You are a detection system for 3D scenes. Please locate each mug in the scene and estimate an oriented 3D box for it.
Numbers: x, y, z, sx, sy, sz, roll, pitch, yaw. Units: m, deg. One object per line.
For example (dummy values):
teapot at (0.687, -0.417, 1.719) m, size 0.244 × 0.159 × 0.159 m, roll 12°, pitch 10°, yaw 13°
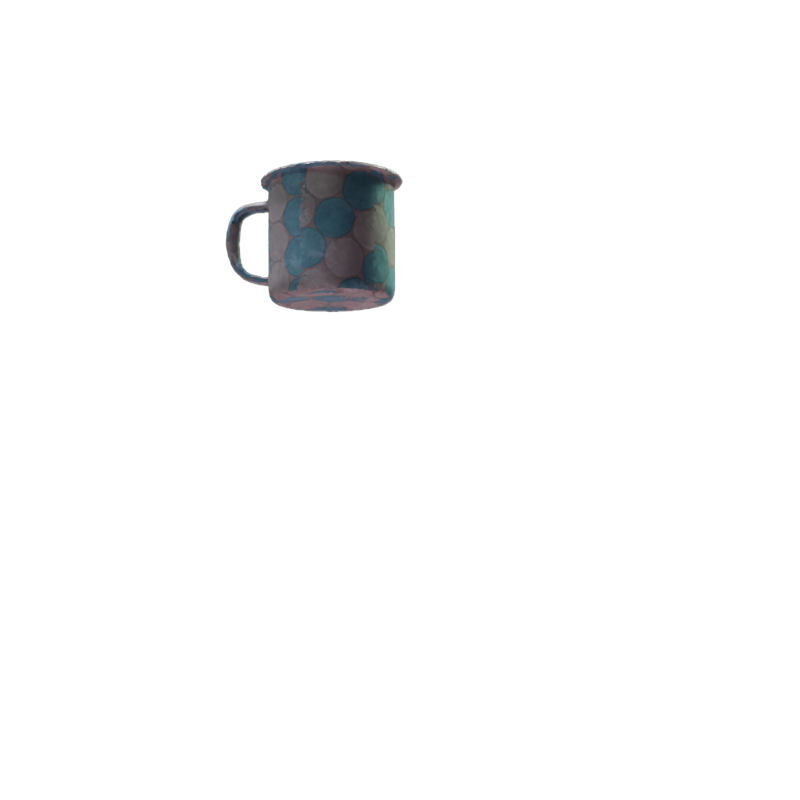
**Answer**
mug at (-0.056, -0.103, 0.720) m, size 0.118 × 0.084 × 0.090 m, roll -1°, pitch -9°, yaw 7°
